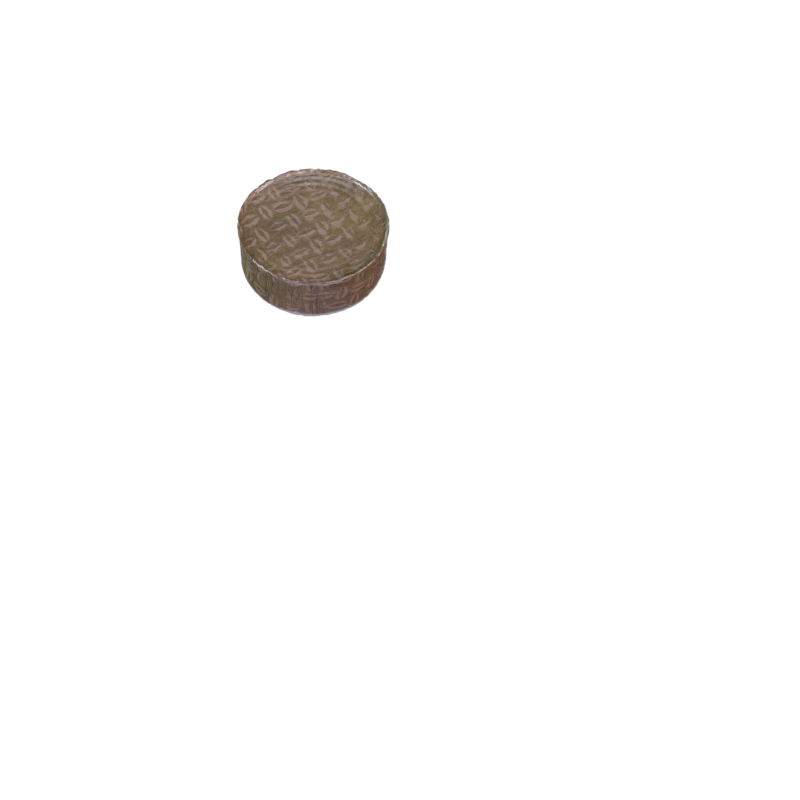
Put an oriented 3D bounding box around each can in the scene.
[{"bbox_3d":[-0.050,-0.091,0.635,0.086,0.092,0.031,-1,-37,-1],"label":"can"}]
